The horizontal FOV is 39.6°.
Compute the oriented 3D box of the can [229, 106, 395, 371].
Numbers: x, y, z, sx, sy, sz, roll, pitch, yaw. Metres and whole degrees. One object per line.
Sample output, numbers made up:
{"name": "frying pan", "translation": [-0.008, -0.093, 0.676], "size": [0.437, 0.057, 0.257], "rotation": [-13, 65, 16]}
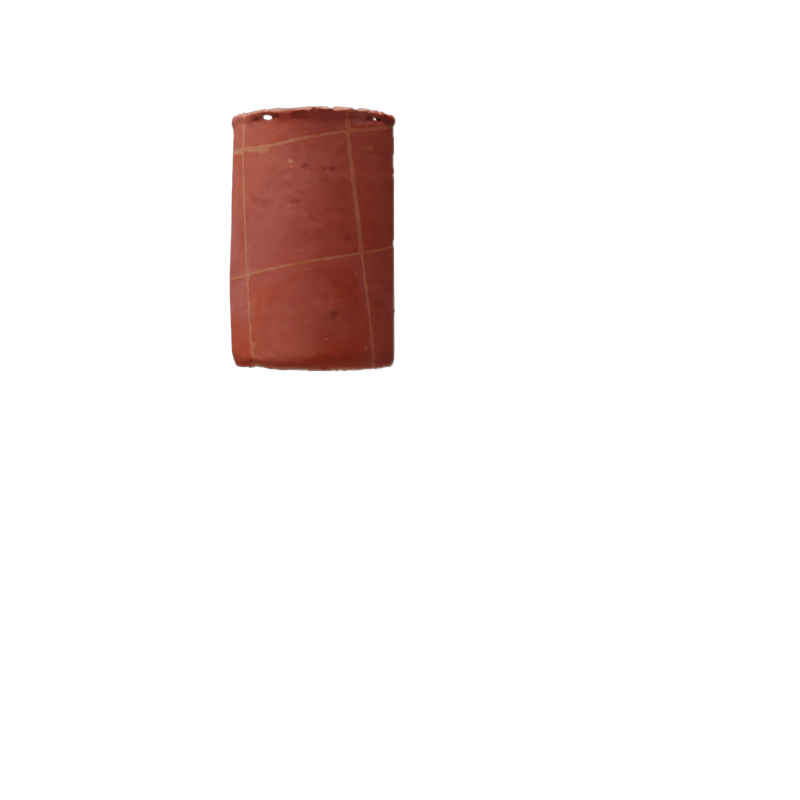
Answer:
{"name": "can", "translation": [-0.036, -0.065, 0.457], "size": [0.068, 0.103, 0.068], "rotation": [0, 0, -2]}
